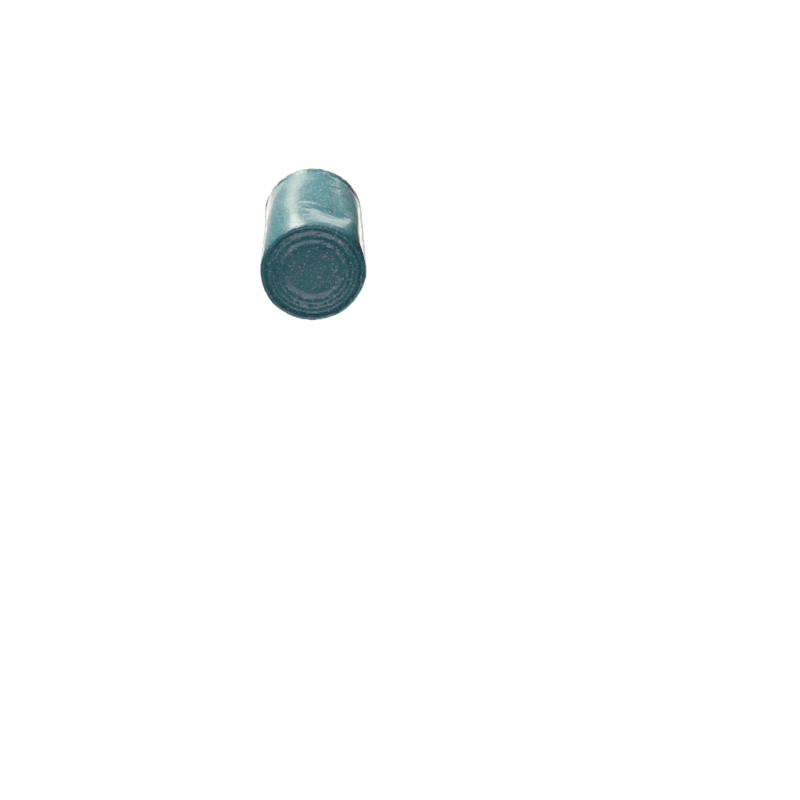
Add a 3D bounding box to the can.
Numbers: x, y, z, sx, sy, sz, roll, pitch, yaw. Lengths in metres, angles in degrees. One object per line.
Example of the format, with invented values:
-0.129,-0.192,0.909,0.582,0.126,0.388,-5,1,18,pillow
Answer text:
-0.057,-0.105,0.734,0.068,0.065,0.108,0,28,-3,can
